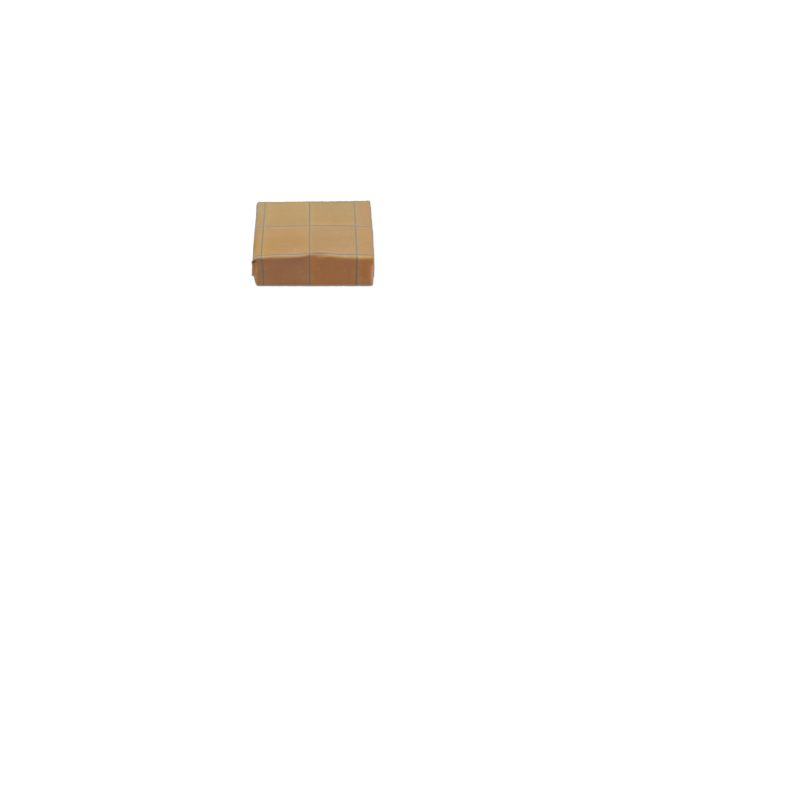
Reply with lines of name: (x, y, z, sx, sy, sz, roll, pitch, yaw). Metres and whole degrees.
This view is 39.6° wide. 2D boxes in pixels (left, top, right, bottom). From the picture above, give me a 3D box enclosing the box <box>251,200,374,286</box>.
box: (-0.065, -0.118, 0.827, 0.089, 0.028, 0.078, -1, 41, -1)
